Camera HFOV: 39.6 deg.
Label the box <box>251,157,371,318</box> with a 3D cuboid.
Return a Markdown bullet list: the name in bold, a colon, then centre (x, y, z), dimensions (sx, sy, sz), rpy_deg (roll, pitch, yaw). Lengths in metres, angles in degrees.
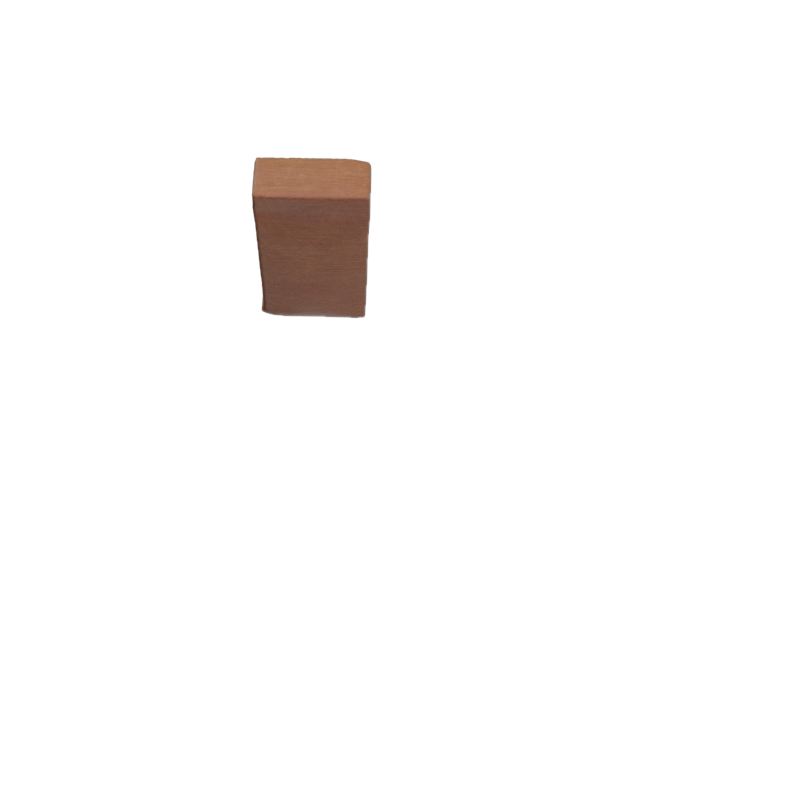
- **box**: centre (-0.072, -0.132, 0.921), dimensions (0.093, 0.051, 0.165), rpy_deg (3, -32, -2)
